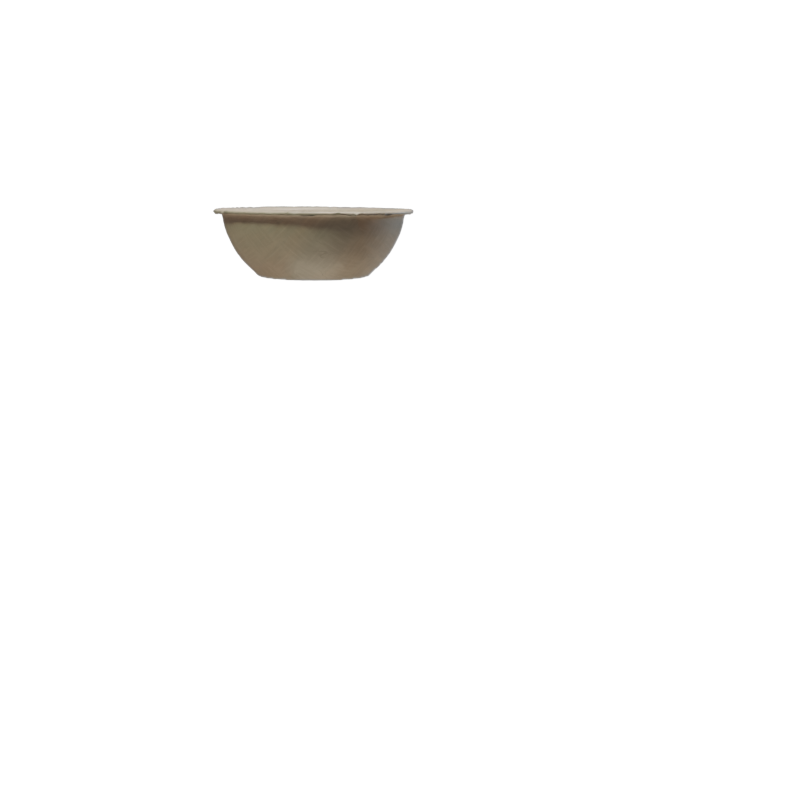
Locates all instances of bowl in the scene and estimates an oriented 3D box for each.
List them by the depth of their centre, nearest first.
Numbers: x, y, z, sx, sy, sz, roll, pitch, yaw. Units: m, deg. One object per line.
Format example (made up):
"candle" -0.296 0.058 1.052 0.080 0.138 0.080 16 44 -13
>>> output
"bowl" -0.070 -0.128 0.898 0.162 0.054 0.165 0 11 -2
